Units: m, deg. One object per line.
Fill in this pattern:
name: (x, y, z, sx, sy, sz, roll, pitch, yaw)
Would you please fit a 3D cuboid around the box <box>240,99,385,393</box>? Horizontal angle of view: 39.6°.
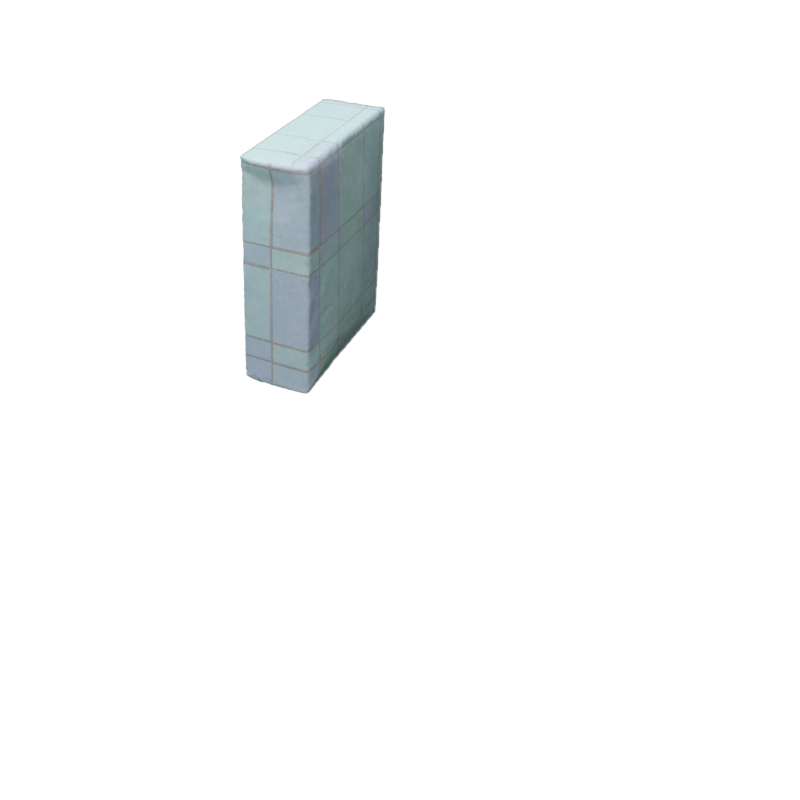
box: (-0.077, -0.141, 0.986, 0.074, 0.202, 0.168, 12, 31, 18)
